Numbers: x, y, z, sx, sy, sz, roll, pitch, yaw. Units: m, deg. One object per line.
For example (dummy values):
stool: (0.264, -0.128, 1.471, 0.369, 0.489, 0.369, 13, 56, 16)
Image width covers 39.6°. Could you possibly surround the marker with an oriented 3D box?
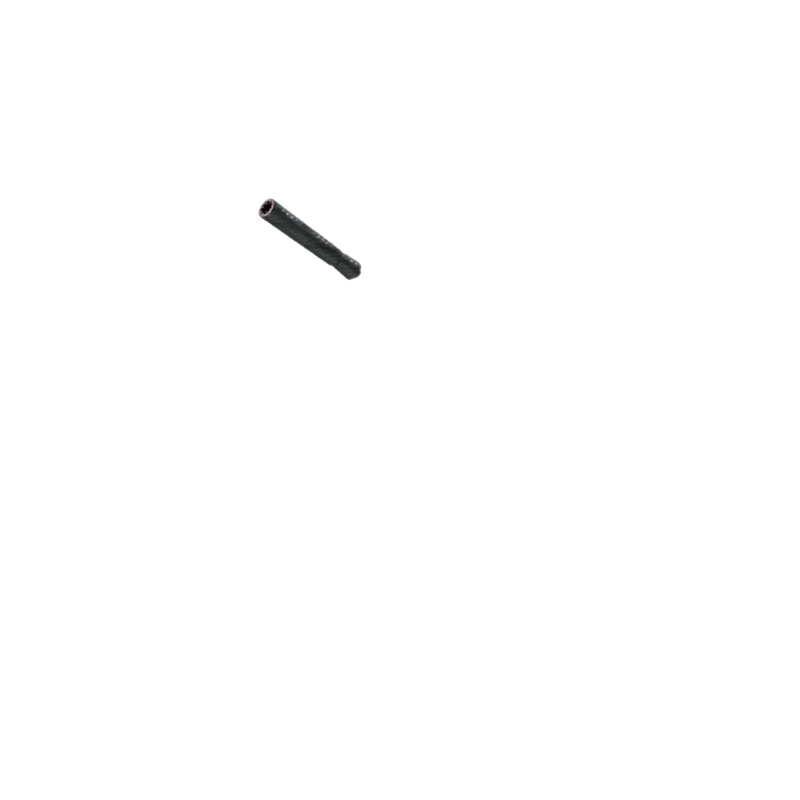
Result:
marker: (-0.076, -0.139, 0.972, 0.113, 0.020, 0.021, 33, -19, -38)
